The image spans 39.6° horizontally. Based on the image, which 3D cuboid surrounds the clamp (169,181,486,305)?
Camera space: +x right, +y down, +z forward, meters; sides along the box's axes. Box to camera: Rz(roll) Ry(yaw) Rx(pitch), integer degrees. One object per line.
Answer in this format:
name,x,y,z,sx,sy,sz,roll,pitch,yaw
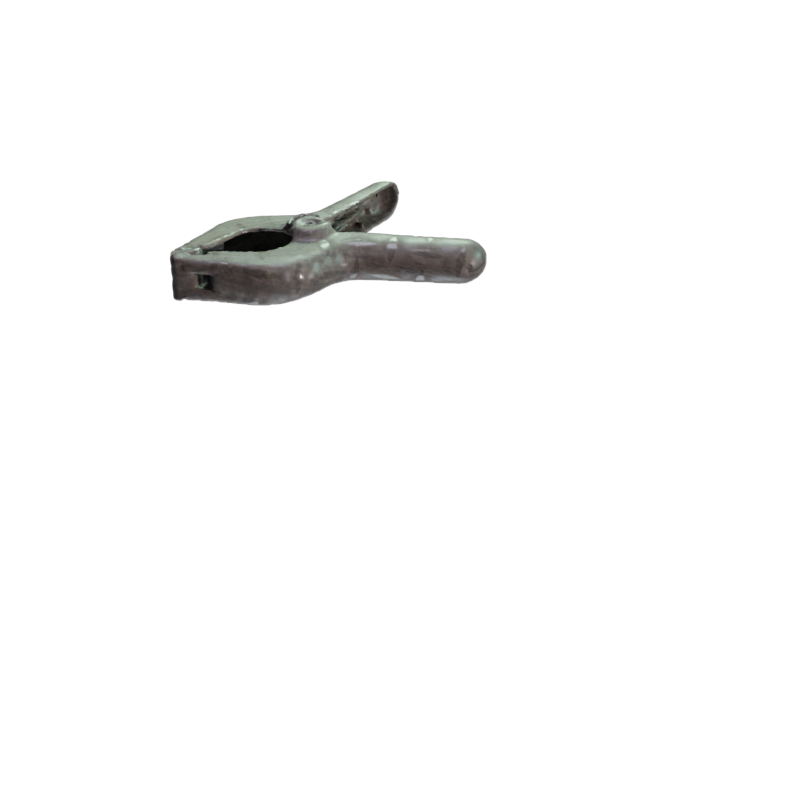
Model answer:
clamp,-0.050,-0.091,0.638,0.169,0.037,0.128,-7,25,-15
